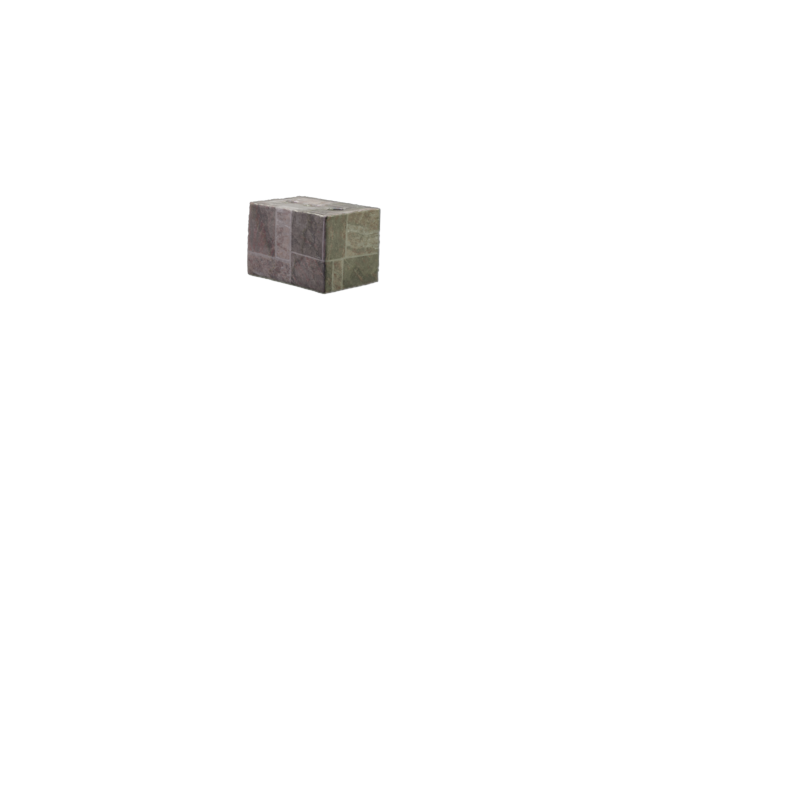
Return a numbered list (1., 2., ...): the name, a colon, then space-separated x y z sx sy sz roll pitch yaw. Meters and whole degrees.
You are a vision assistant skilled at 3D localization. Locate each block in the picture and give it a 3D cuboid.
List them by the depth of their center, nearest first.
1. block: -0.058 -0.105 0.739 0.082 0.050 0.051 16 21 42
